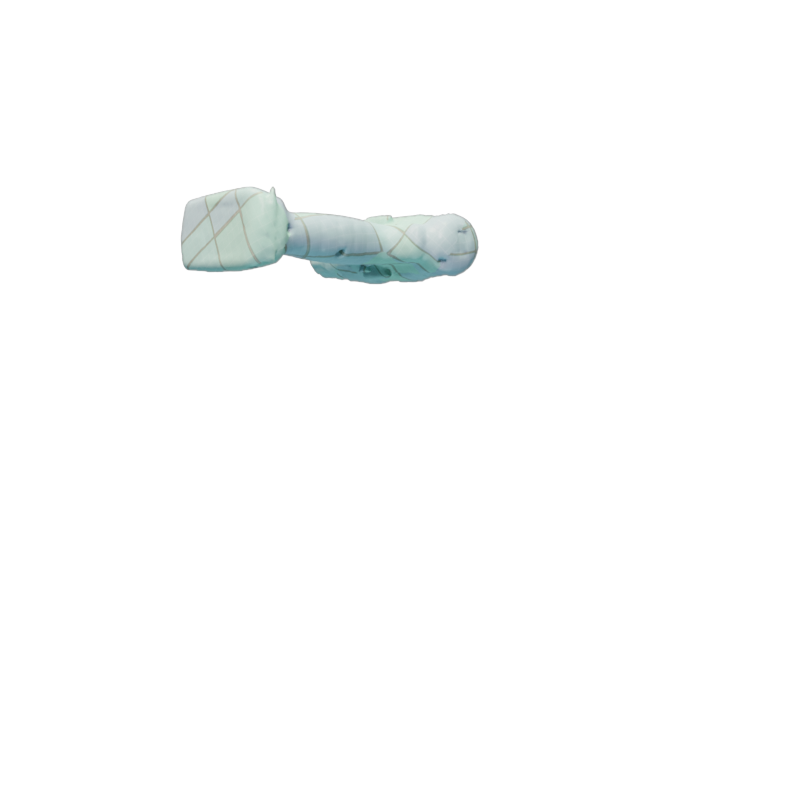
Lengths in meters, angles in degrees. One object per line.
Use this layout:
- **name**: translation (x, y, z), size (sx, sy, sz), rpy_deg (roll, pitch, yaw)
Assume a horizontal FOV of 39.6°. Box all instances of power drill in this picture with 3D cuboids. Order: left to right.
- **power drill**: translation (-0.065, -0.118, 0.828), size (0.180, 0.058, 0.191), rpy_deg (-1, 2, -37)
